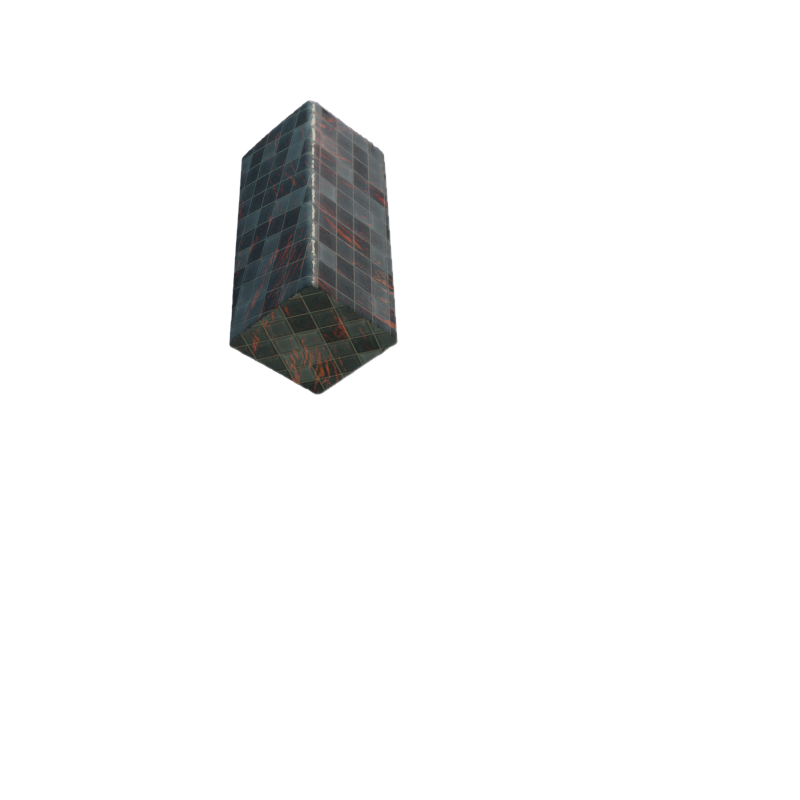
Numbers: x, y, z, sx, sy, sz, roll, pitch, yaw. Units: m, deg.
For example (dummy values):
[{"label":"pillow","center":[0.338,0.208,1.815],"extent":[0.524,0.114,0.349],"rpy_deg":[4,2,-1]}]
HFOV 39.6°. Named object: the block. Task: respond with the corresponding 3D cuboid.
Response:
[{"label":"block","center":[-0.068,-0.124,0.866],"extent":[0.085,0.221,0.089],"rpy_deg":[32,-52,-33]}]
